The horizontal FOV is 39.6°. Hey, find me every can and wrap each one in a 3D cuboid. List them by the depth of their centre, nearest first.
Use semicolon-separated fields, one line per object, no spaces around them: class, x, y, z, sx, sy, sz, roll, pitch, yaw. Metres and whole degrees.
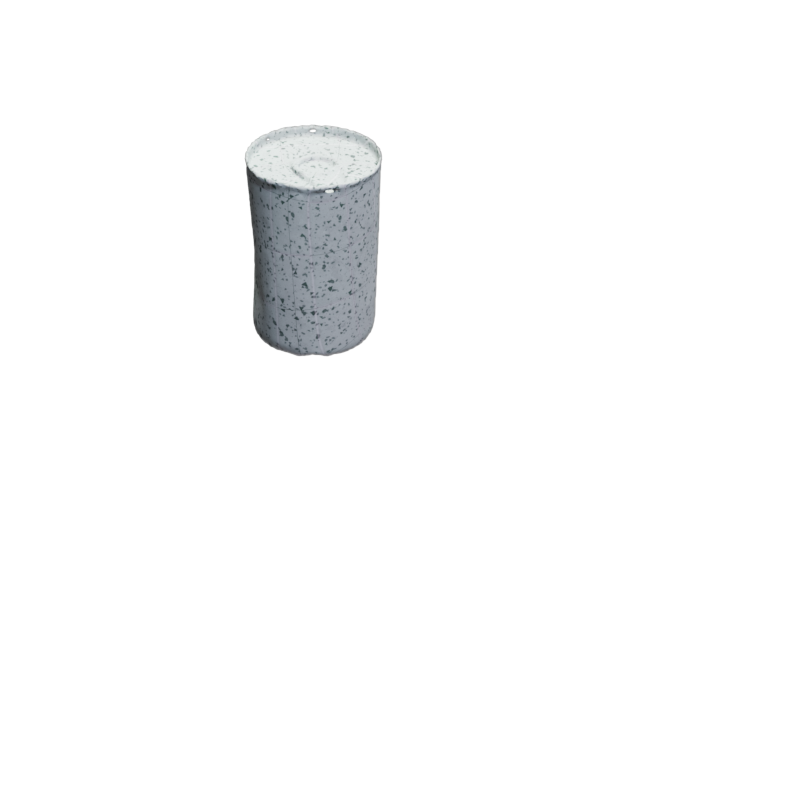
can;-0.045;-0.082;0.574;0.068;0.096;0.073;0;35;-3
